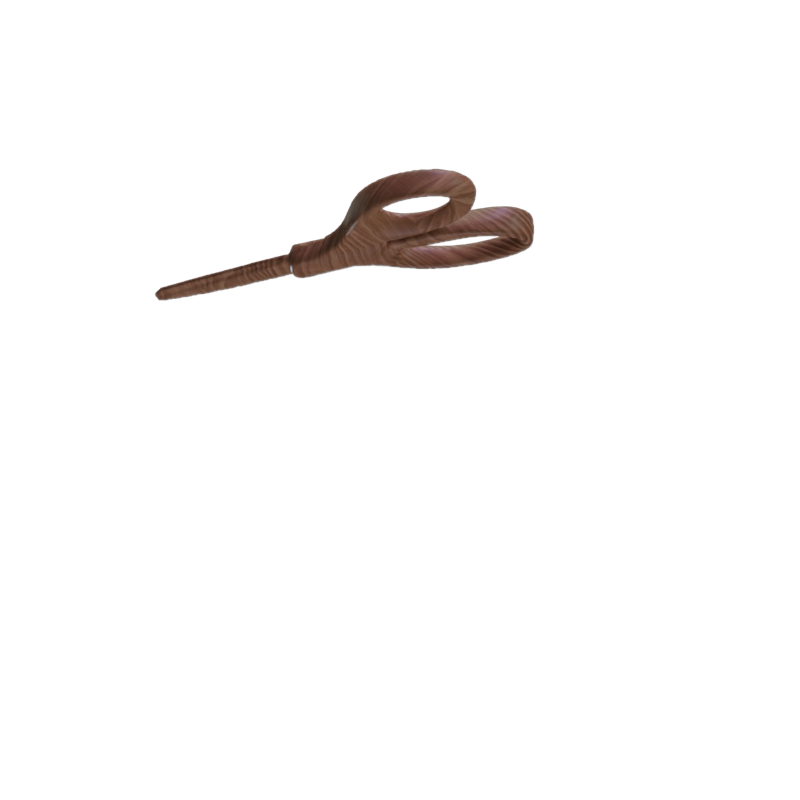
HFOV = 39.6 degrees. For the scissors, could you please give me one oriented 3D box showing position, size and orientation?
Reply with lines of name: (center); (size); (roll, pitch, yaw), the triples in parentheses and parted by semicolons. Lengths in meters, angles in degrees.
scissors: (-0.041, -0.074, 0.520); (0.205, 0.016, 0.090); (-5, -18, 15)
